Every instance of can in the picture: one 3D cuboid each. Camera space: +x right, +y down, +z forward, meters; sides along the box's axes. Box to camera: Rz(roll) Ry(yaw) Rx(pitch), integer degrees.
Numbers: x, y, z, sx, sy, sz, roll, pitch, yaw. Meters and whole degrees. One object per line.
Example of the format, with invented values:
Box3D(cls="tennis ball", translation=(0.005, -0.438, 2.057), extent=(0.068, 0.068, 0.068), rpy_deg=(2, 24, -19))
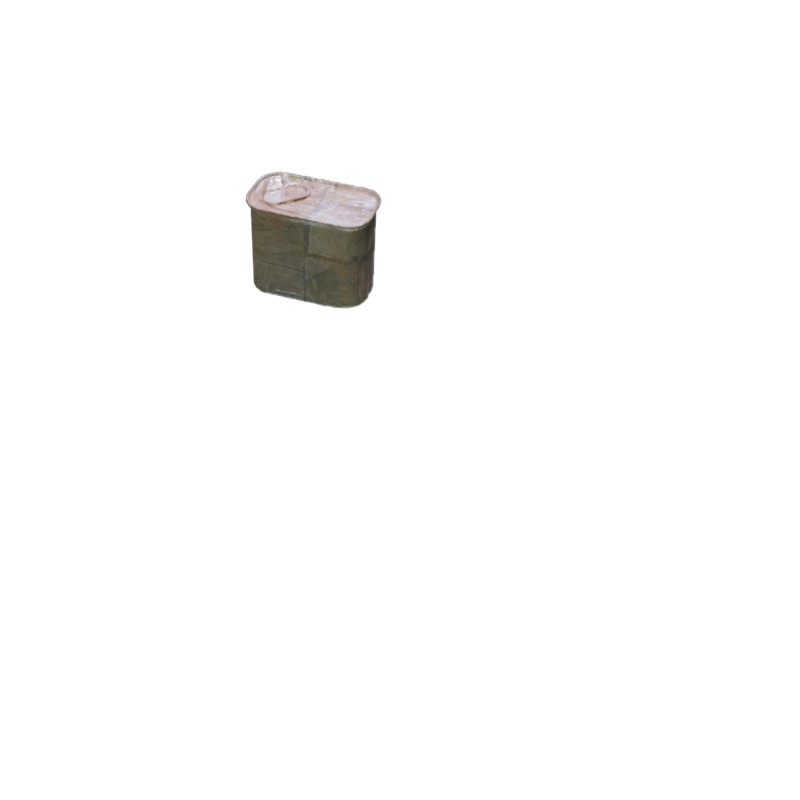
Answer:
Box3D(cls="can", translation=(-0.069, -0.125, 0.875), extent=(0.105, 0.078, 0.060), rpy_deg=(14, 40, 14))
